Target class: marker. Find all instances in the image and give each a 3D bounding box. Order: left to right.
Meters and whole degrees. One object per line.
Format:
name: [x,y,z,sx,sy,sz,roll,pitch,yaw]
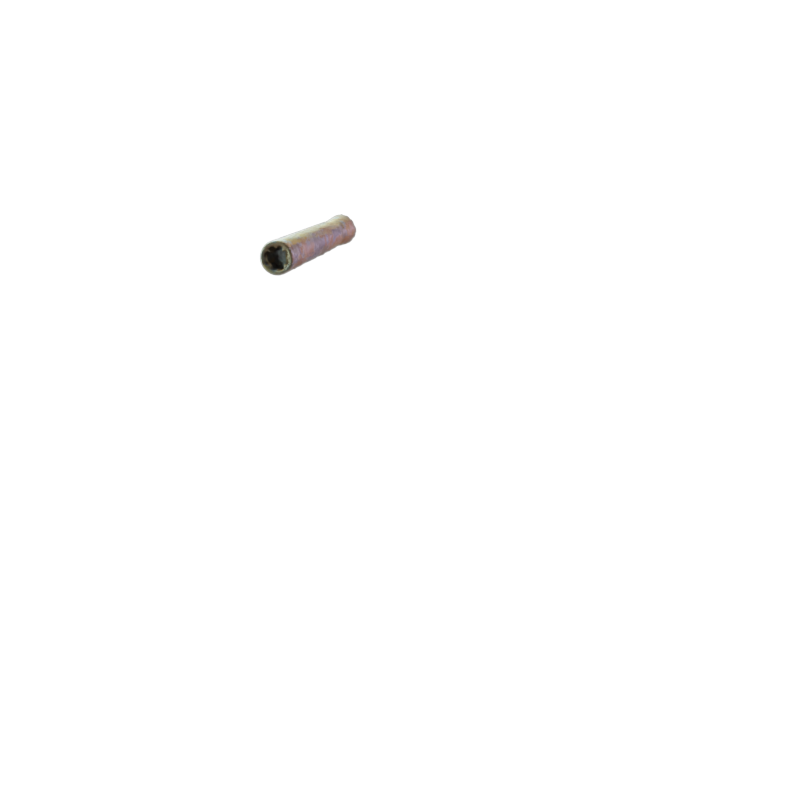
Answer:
marker: [-0.050,-0.090,0.634,0.020,0.019,0.122,1,16,15]
